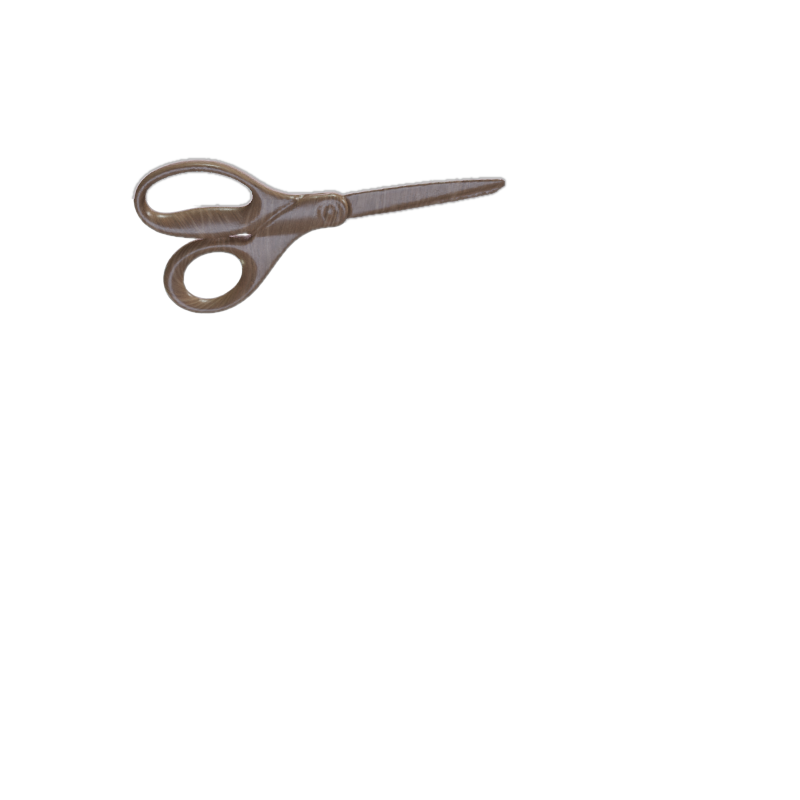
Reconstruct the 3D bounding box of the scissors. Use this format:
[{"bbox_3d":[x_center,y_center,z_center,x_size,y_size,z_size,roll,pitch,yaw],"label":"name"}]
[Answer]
[{"bbox_3d":[-0.048,-0.088,0.617,0.201,0.092,0.016,6,19,-2],"label":"scissors"}]
